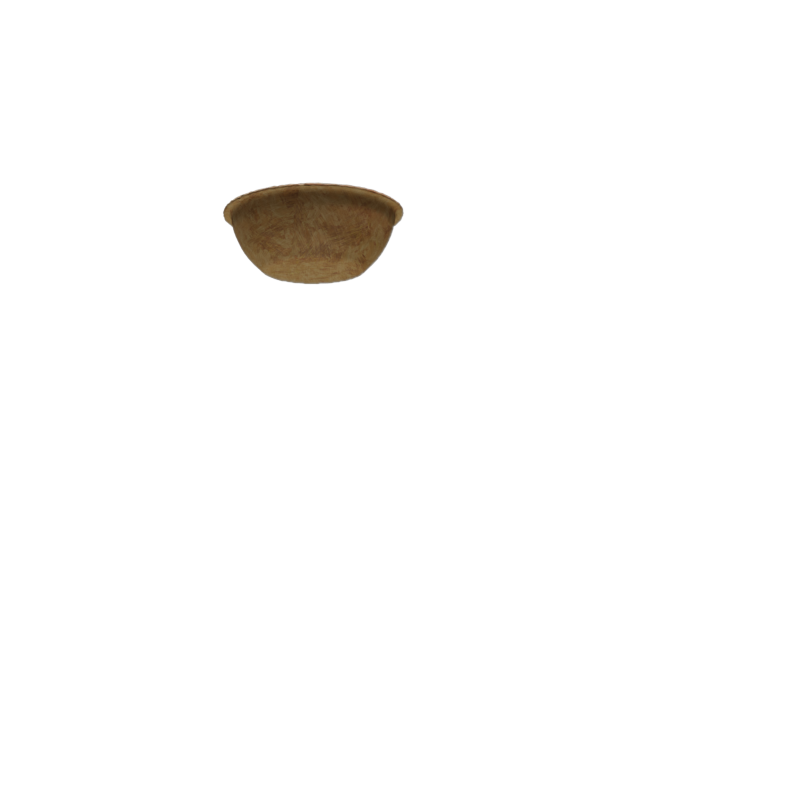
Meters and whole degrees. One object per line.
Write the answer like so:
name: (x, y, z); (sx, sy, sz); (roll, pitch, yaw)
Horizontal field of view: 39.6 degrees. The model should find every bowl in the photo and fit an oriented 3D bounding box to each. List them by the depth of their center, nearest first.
bowl: (-0.077, -0.141, 0.985); (0.162, 0.057, 0.157); (0, -10, -2)
